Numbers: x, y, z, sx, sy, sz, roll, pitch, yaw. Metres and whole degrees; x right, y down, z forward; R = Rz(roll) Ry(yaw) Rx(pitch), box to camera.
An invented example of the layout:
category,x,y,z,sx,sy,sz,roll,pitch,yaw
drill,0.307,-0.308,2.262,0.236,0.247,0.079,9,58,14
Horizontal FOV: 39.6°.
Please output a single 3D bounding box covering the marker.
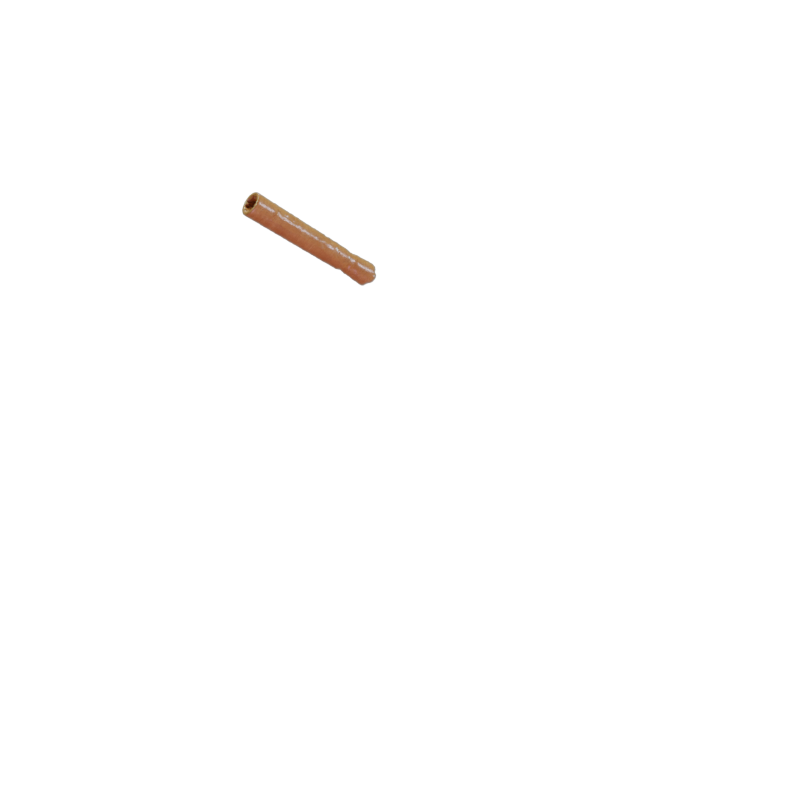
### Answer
category,x,y,z,sx,sy,sz,roll,pitch,yaw
marker,-0.064,-0.116,0.814,0.114,0.020,0.020,28,-13,-32
